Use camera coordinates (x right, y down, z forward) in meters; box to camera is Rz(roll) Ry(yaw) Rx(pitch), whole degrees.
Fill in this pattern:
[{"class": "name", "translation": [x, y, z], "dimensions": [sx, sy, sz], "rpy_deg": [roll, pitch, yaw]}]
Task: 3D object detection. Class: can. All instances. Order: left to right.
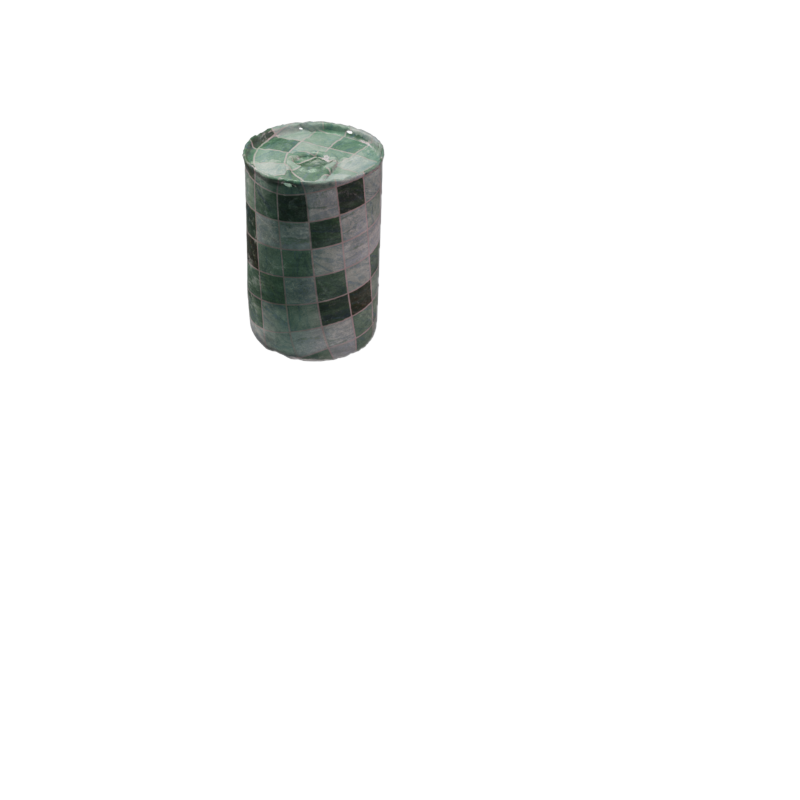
[{"class": "can", "translation": [-0.043, -0.079, 0.555], "dimensions": [0.068, 0.096, 0.073], "rpy_deg": [0, 33, -3]}]
